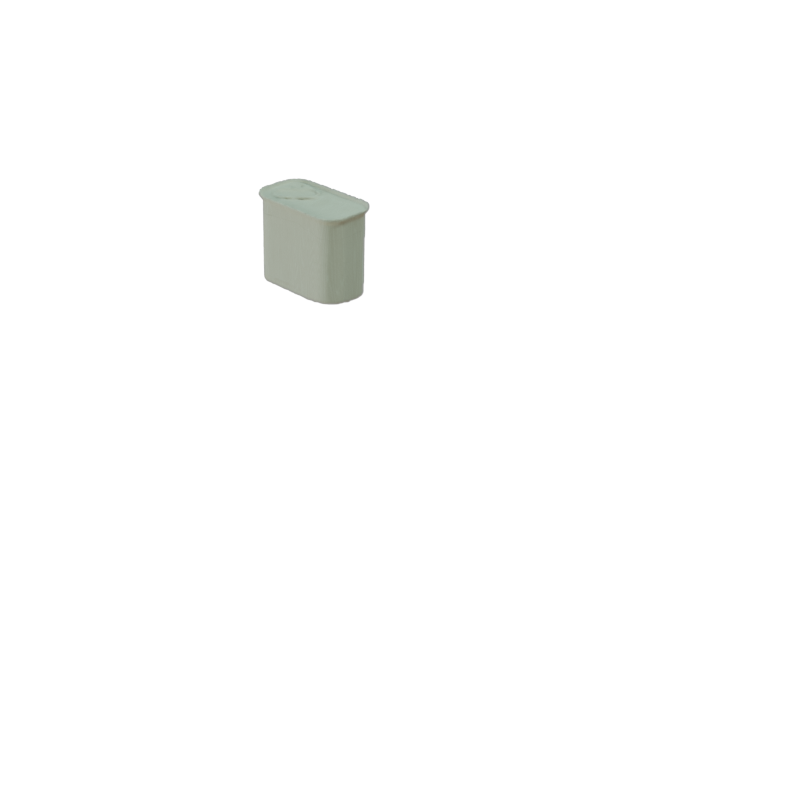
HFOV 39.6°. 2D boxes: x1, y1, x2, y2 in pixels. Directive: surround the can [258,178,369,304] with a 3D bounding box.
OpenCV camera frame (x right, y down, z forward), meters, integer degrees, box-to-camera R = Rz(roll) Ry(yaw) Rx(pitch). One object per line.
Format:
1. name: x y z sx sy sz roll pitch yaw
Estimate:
1. can: -0.076 -0.139 0.975 0.109 0.079 0.057 26 36 38
